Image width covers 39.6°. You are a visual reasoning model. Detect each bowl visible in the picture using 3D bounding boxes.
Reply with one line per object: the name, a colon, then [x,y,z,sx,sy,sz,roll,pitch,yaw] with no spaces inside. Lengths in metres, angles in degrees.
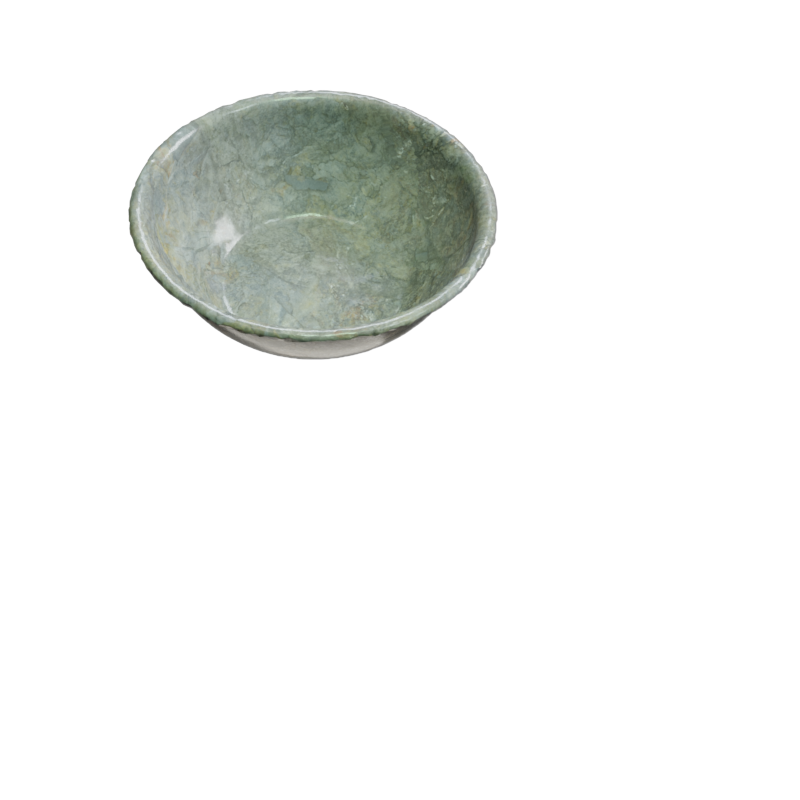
bowl: [-0.040,-0.072,0.506,0.162,0.174,0.051,-1,-42,-1]
